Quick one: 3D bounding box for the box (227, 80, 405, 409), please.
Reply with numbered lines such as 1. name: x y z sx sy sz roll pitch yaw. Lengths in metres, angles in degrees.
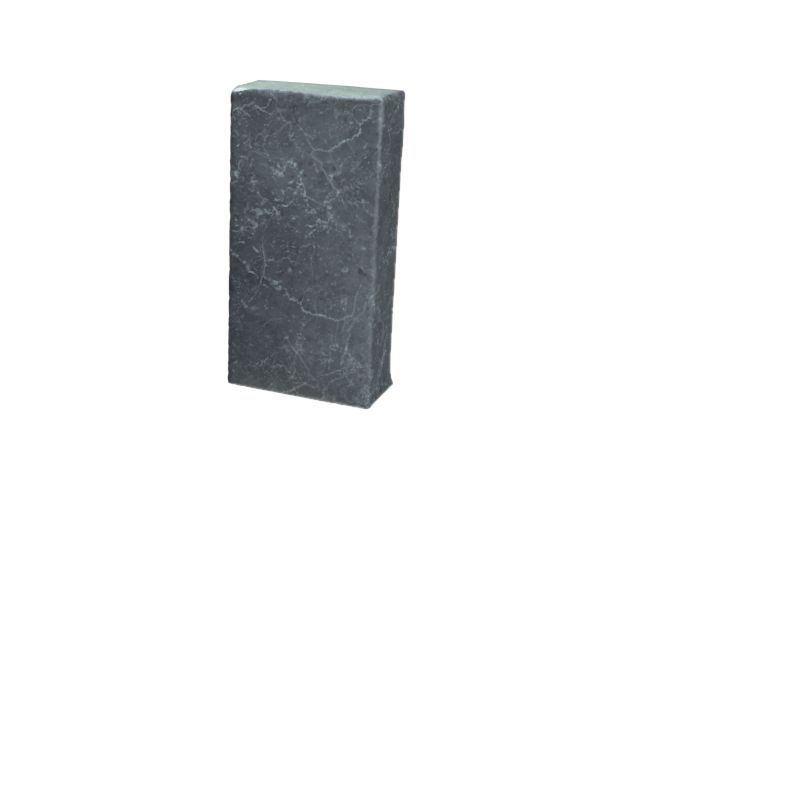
1. box: -0.050 -0.090 0.631 0.096 0.169 0.048 8 19 20
